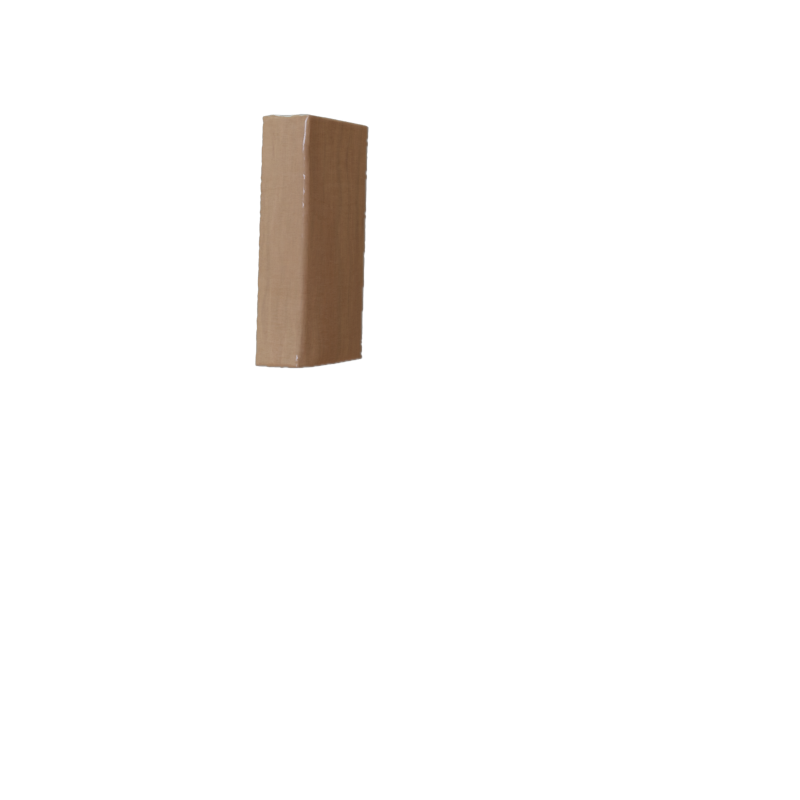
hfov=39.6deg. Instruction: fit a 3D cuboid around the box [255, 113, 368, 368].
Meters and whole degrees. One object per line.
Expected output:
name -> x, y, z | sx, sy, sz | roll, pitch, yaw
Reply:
box -> -0.063, -0.114, 0.801 | 0.050, 0.176, 0.090 | 0, 1, 27
